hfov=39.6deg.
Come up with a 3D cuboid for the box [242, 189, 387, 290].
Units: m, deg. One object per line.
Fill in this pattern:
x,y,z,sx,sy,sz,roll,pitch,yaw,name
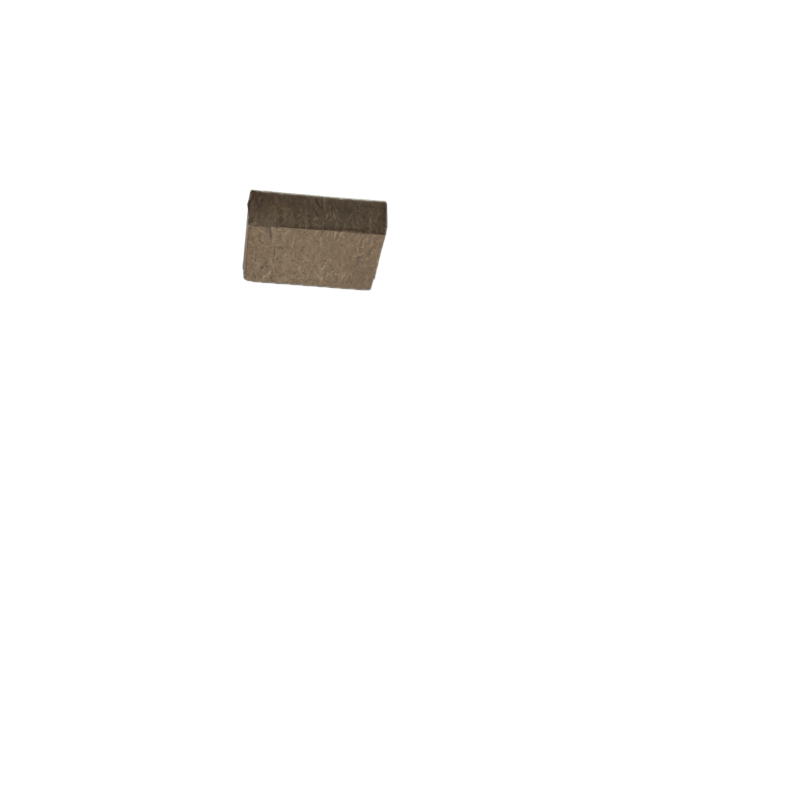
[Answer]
-0.071,-0.130,0.911,0.112,0.041,0.085,3,-28,-6,box
